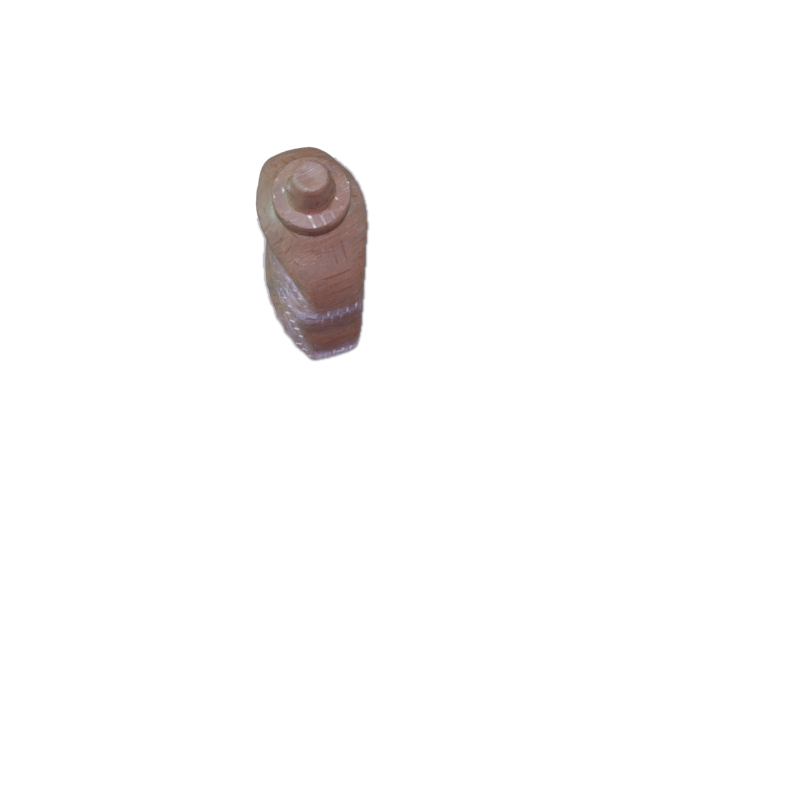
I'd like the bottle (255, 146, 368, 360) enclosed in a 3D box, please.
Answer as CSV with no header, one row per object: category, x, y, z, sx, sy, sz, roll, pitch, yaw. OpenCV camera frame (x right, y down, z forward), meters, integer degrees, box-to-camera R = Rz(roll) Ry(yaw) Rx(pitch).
bottle,-0.050,-0.091,0.636,0.058,0.100,0.185,-15,-13,-7
